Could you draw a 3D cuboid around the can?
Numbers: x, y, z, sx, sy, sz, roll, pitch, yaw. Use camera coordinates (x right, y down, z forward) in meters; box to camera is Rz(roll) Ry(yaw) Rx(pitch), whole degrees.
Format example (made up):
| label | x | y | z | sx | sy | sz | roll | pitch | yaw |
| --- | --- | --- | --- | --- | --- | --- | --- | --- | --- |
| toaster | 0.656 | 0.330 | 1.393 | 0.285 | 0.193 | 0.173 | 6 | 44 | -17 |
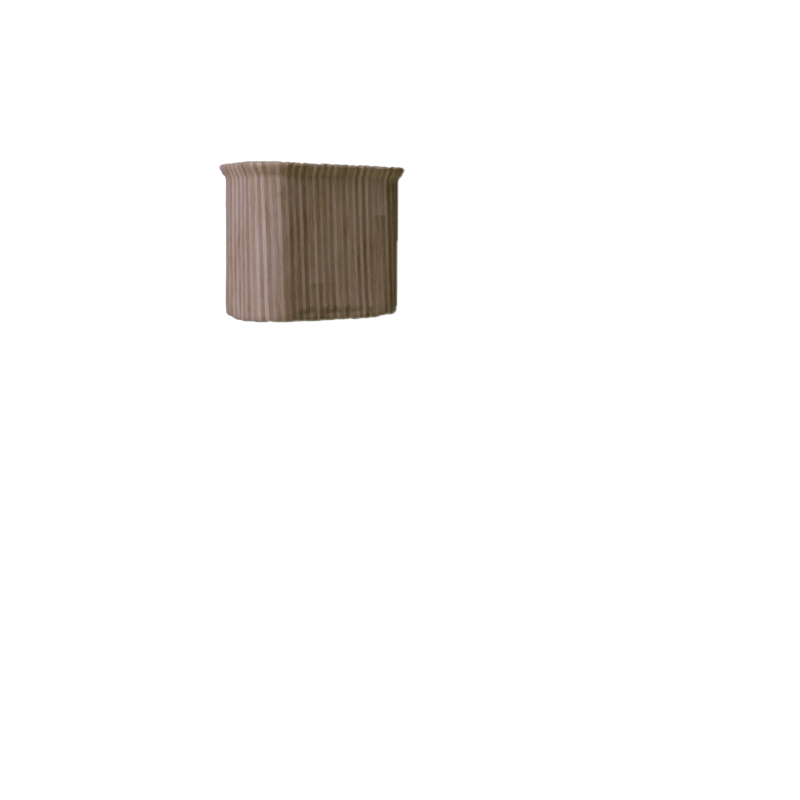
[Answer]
| label | x | y | z | sx | sy | sz | roll | pitch | yaw |
| --- | --- | --- | --- | --- | --- | --- | --- | --- | --- |
| can | -0.048 | -0.088 | 0.613 | 0.098 | 0.083 | 0.060 | -3 | 4 | -35 |
